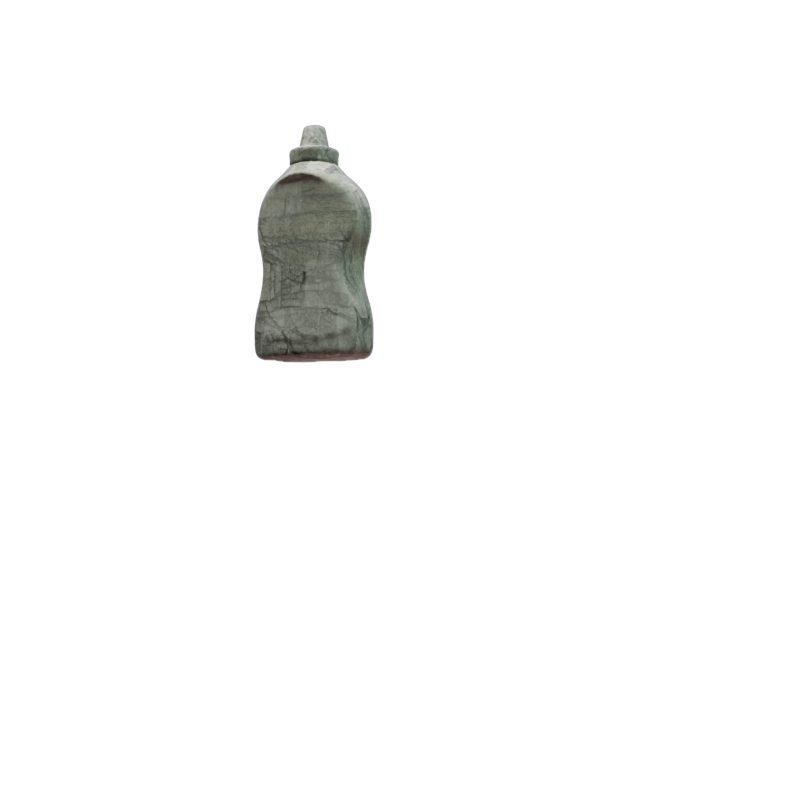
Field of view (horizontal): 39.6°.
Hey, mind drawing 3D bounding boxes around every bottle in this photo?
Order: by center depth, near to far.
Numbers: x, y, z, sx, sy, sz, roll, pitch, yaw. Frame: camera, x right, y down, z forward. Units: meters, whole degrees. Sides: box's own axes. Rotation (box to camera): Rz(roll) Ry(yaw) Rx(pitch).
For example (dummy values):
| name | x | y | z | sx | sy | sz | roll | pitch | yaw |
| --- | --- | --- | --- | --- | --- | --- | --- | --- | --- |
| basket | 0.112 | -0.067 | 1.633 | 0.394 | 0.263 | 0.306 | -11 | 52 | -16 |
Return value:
| name | x | y | z | sx | sy | sz | roll | pitch | yaw |
| --- | --- | --- | --- | --- | --- | --- | --- | --- | --- |
| bottle | -0.070 | -0.128 | 0.898 | 0.099 | 0.196 | 0.055 | -5 | -10 | 30 |
